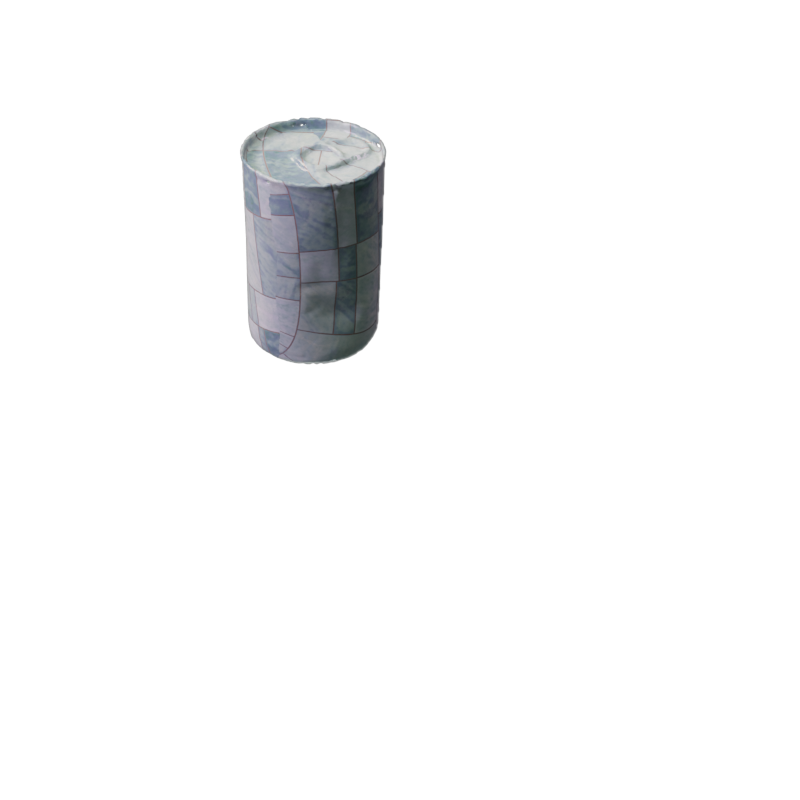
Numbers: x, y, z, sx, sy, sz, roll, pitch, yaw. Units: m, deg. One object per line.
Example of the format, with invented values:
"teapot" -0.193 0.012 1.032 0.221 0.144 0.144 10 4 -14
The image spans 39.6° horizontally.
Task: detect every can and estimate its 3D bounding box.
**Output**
"can" -0.042 -0.077 0.541 0.068 0.096 0.073 0 36 -3
